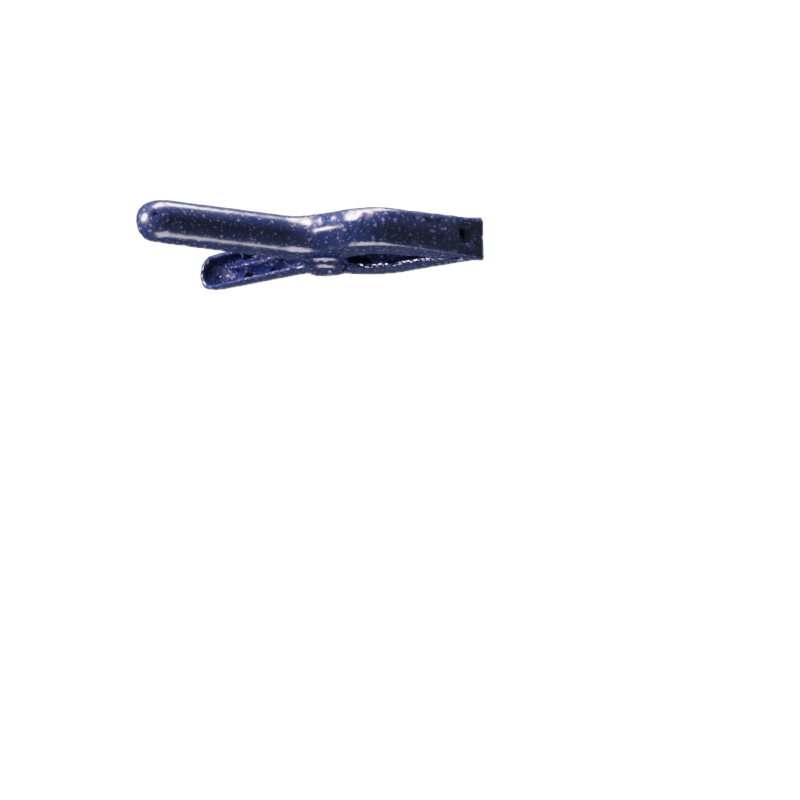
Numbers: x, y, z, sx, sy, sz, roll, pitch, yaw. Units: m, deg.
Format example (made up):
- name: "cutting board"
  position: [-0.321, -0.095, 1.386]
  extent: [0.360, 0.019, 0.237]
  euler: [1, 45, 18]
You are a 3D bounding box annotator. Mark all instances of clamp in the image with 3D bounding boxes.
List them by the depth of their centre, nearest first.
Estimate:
- name: "clamp"
  position: [-0.055, -0.100, 0.704]
  extent: [0.214, 0.037, 0.158]
  euler: [-1, -6, 14]
